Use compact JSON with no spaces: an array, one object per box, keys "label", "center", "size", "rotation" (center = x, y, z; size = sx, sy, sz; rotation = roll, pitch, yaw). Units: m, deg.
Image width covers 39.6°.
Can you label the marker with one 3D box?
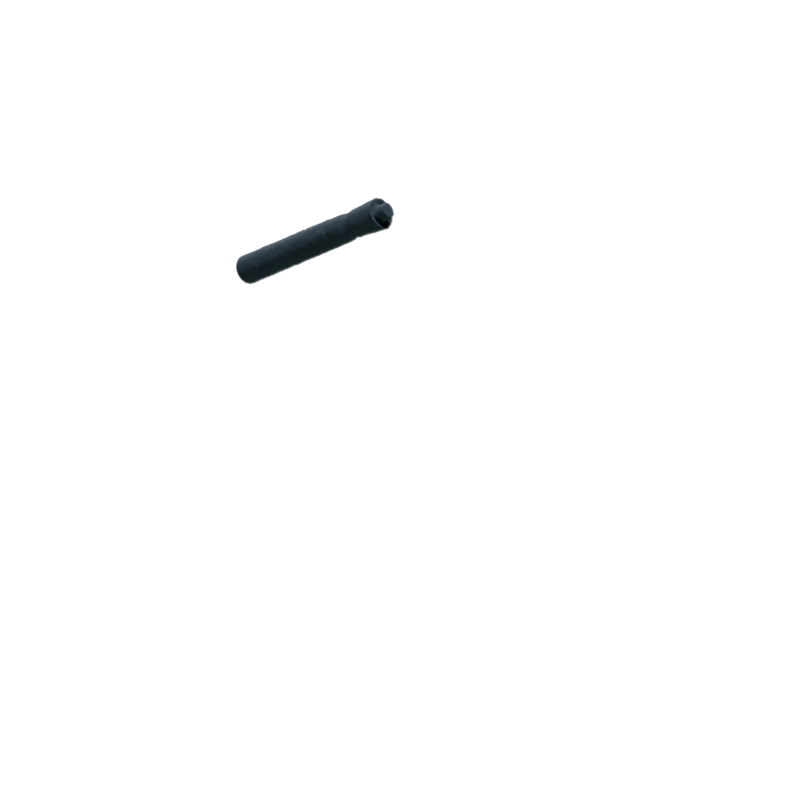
[{"label":"marker","center":[-0.051,-0.094,0.656],"size":[0.122,0.020,0.019],"rotation":[-15,-7,41]}]
